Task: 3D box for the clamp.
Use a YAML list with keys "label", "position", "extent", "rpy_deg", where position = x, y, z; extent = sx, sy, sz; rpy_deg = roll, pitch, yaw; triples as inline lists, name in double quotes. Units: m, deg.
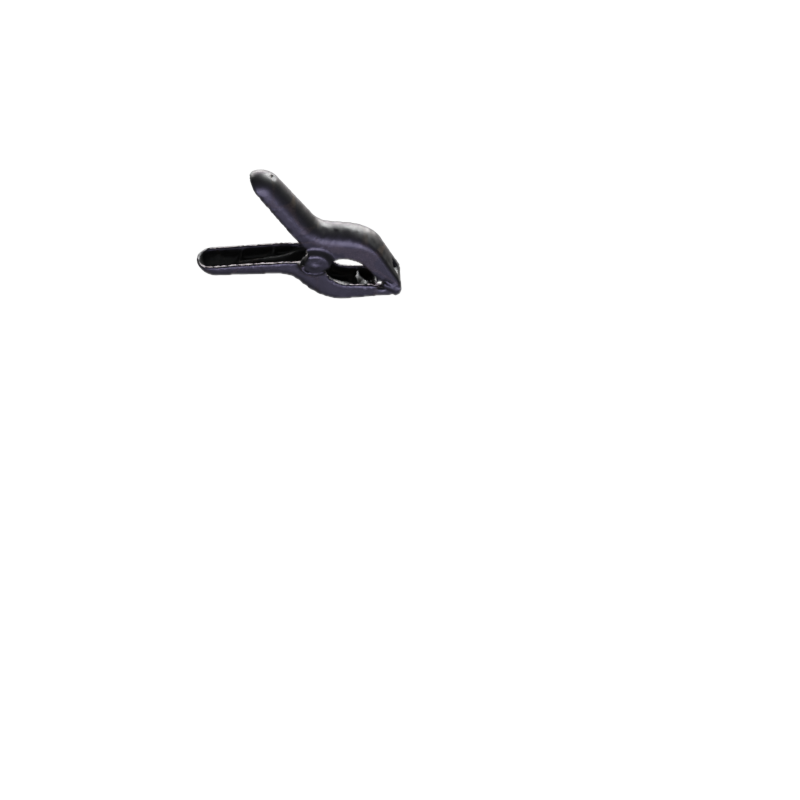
- label: "clamp"
  position: [-0.071, -0.130, 0.910]
  extent: [0.167, 0.042, 0.115]
  rpy_deg: [10, -33, -16]
